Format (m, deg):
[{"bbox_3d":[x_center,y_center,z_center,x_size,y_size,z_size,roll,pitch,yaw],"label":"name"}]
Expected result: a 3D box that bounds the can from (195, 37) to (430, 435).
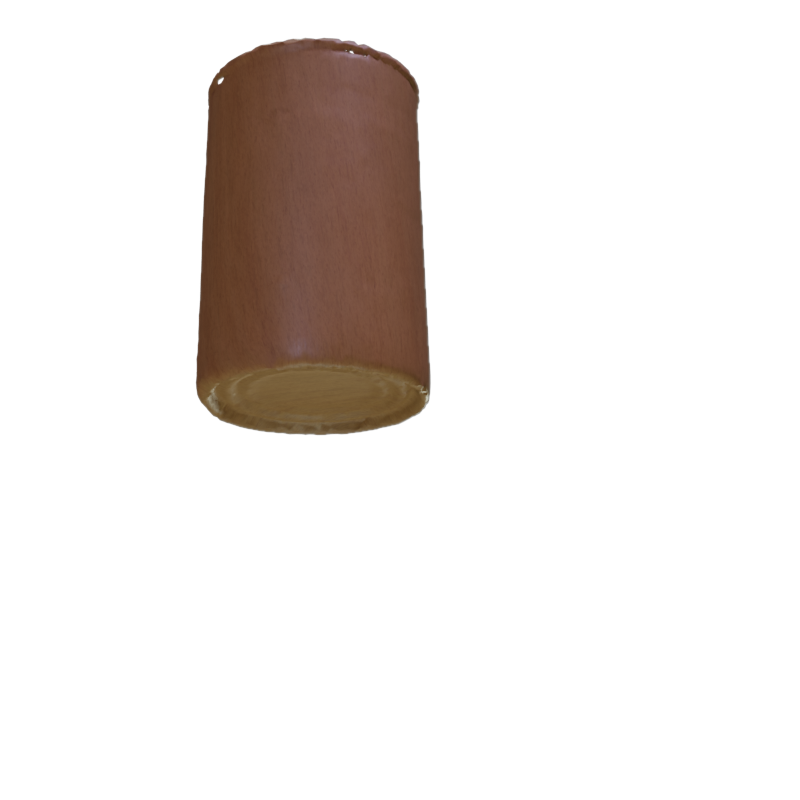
[{"bbox_3d":[-0.026,-0.048,0.335,0.068,0.108,0.065,0,-23,-2],"label":"can"}]
